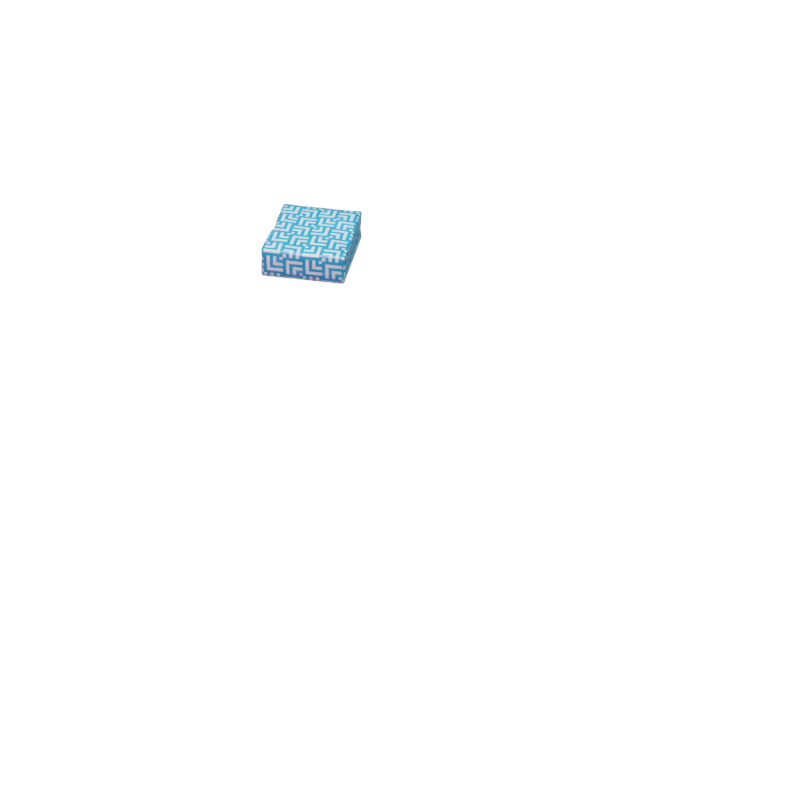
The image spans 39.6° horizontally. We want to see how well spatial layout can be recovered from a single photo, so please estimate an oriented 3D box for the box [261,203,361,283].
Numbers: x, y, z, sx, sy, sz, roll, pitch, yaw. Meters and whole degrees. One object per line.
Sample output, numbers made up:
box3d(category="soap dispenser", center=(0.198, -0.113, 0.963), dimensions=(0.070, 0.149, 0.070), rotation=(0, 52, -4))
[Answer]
box3d(category="box", center=(-0.076, -0.139, 0.975), dimensions=(0.074, 0.028, 0.094), rotation=(6, 36, 8))
